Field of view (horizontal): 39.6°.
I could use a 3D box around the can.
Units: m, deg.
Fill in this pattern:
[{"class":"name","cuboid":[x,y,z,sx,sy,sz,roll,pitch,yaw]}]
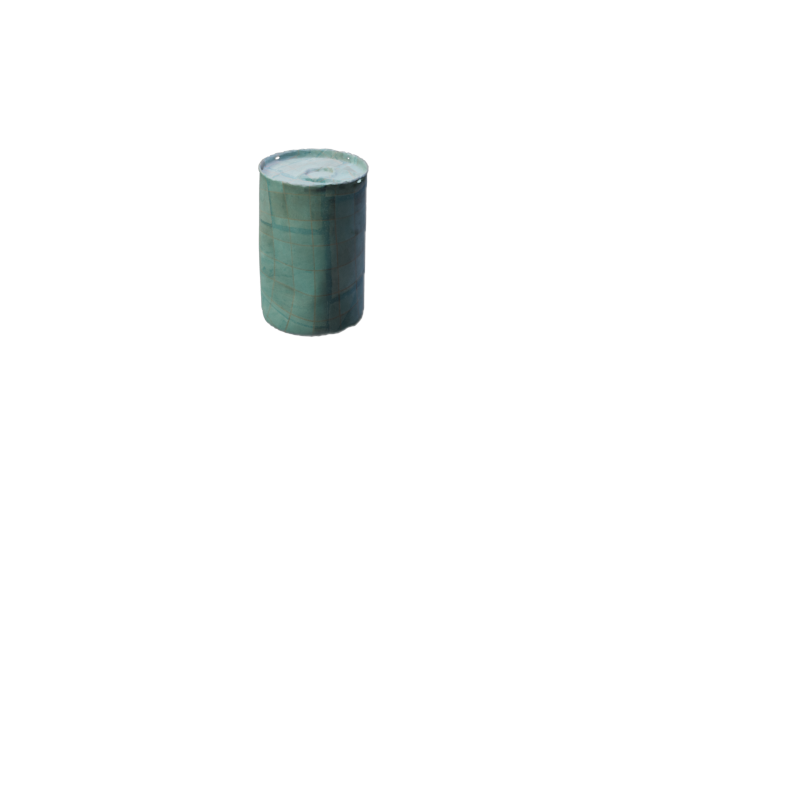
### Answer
[{"class":"can","cuboid":[-0.055,-0.100,0.699,0.068,0.097,0.072,0,26,-2]}]
